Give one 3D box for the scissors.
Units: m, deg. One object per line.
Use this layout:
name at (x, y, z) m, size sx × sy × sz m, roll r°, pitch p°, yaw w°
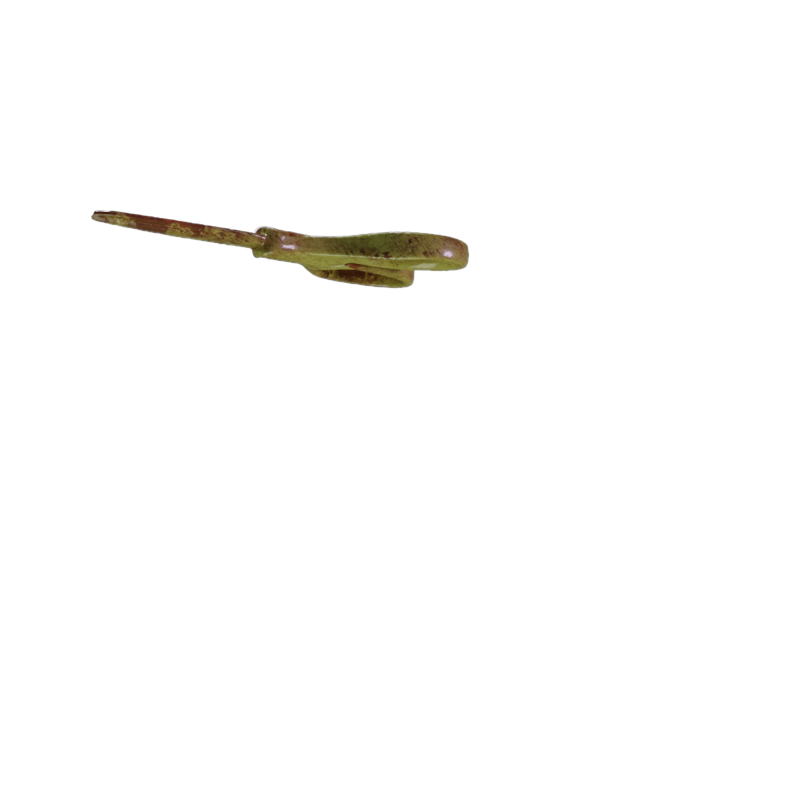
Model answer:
scissors at (-0.042, -0.077, 0.539) m, size 0.099 × 0.016 × 0.192 m, roll -3°, pitch -6°, yaw 35°
